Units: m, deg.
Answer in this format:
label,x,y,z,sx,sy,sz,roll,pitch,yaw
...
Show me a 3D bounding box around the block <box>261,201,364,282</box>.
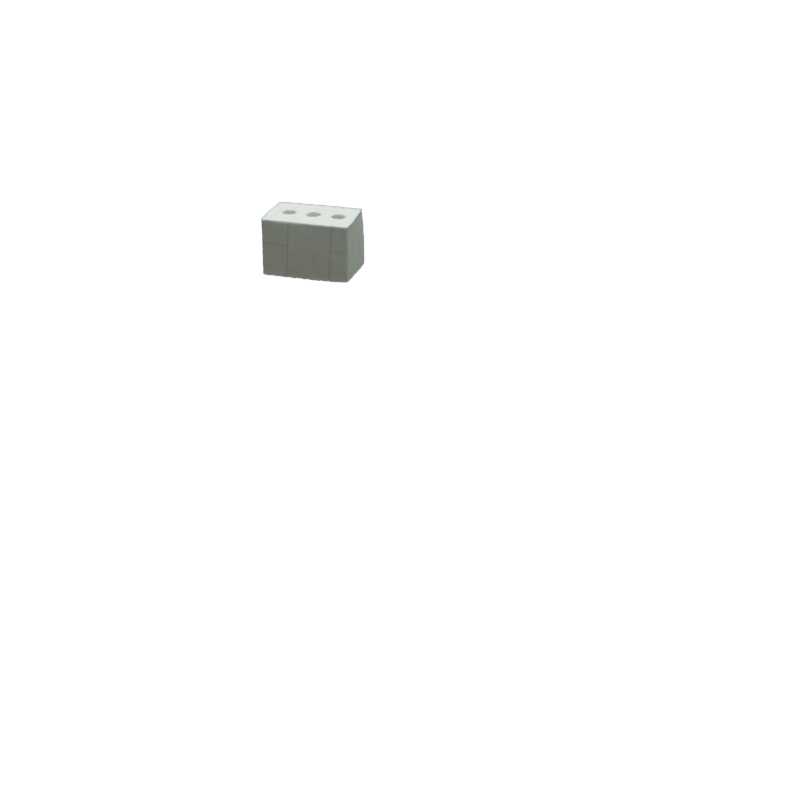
label,x,y,z,sx,sy,sz,roll,pitch,yaw
block,-0.074,-0.135,0.946,0.080,0.049,0.054,7,23,14
